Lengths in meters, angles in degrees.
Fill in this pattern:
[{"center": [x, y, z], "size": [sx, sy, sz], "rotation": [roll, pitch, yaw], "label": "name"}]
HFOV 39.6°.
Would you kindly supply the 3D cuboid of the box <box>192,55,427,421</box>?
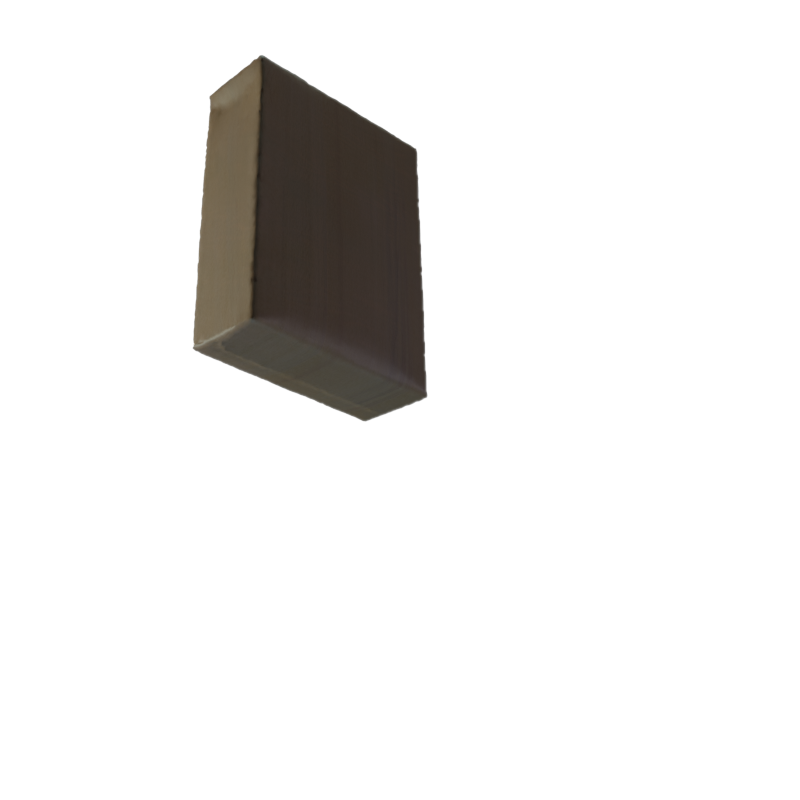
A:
[{"center": [-0.062, -0.112, 0.786], "size": [0.154, 0.228, 0.072], "rotation": [24, -39, -38], "label": "box"}]
